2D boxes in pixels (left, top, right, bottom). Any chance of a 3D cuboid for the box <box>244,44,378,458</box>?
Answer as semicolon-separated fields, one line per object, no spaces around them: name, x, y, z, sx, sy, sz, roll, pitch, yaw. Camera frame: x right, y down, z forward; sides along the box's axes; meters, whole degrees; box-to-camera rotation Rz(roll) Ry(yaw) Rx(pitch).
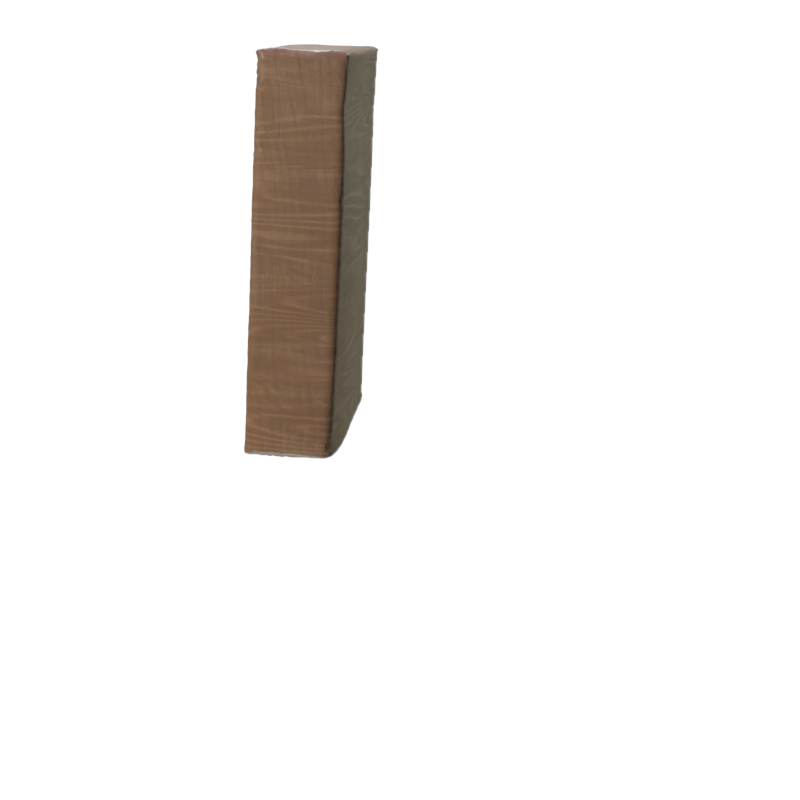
box;-0.040;-0.072;0.505;0.049;0.171;0.095;2;13;7
